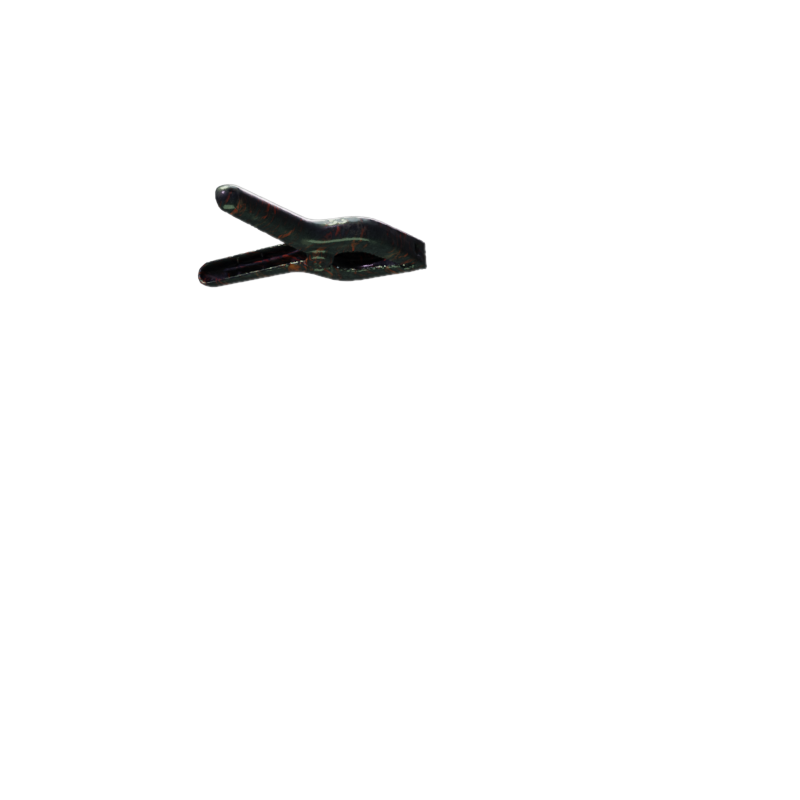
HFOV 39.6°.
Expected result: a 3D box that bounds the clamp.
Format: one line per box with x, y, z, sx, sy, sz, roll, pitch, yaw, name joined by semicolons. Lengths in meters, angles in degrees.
-0.078;-0.142;0.993;0.209;0.038;0.157;2;-21;-5;clamp
